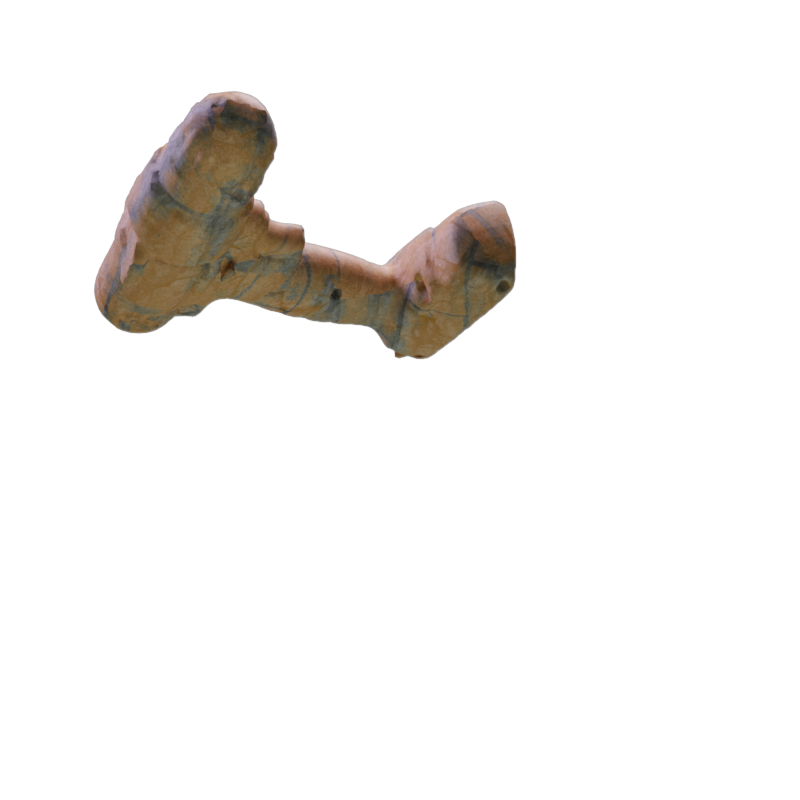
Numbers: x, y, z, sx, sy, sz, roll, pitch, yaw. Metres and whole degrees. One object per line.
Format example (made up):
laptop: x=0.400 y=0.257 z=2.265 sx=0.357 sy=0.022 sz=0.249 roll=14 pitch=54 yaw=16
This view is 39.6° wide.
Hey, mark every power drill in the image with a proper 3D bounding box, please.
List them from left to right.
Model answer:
power drill: x=-0.042 y=-0.077 z=0.539 sx=0.181 sy=0.061 sz=0.181 roll=10 pitch=-24 yaw=-23
